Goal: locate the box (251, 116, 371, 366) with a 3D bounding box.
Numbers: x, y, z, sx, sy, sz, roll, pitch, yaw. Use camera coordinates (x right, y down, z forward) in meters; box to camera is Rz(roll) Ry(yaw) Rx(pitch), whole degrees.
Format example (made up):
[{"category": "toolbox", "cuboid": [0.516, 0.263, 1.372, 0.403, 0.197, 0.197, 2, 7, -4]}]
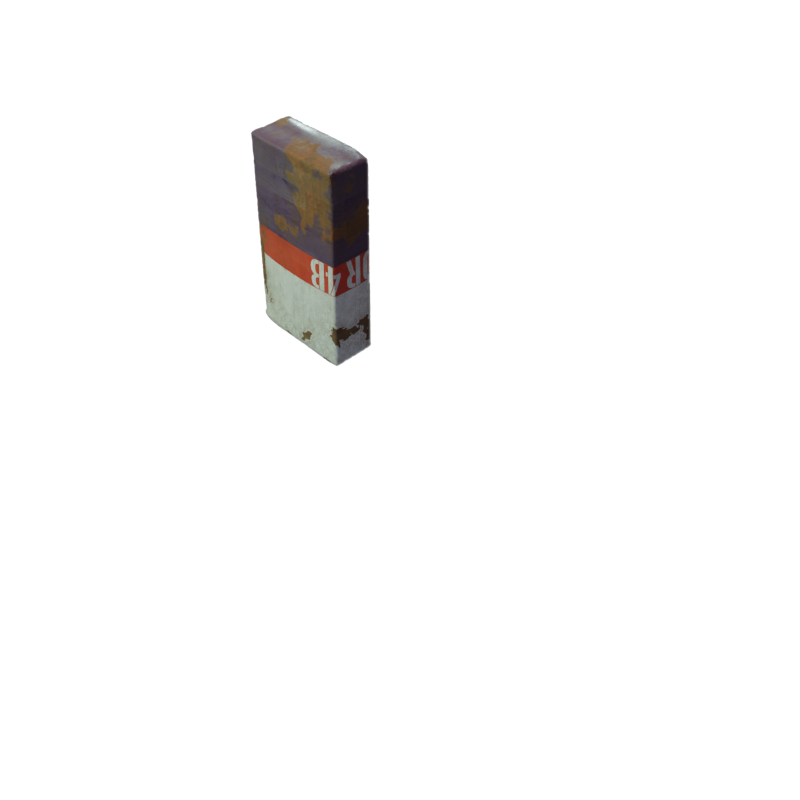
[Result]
[{"category": "box", "cuboid": [-0.067, -0.123, 0.860, 0.048, 0.165, 0.100, -26, 45, -34]}]
